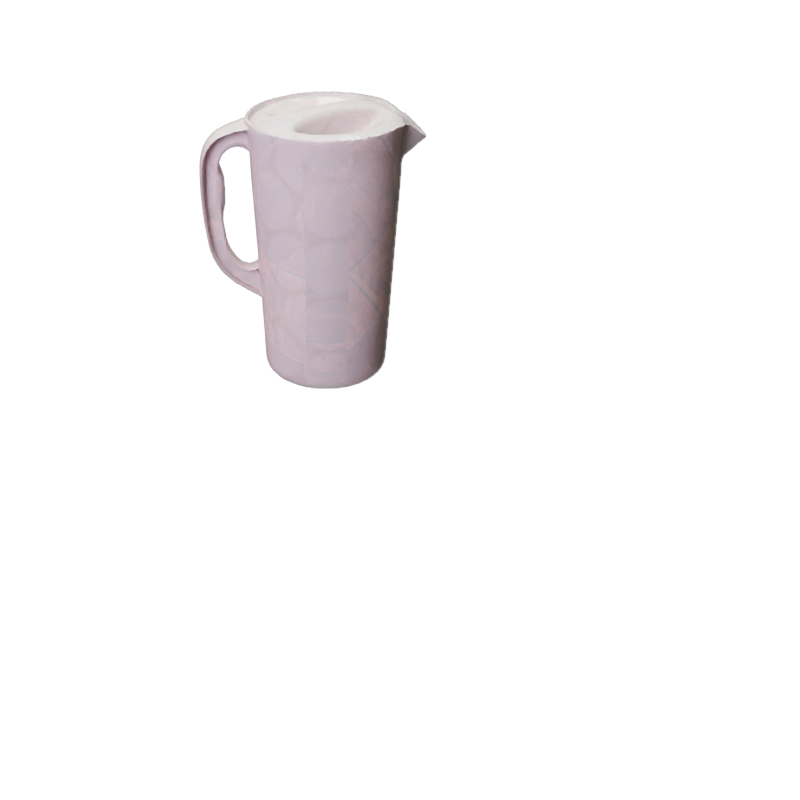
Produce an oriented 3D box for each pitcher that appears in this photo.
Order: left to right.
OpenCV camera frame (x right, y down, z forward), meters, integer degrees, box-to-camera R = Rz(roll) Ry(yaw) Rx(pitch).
[{"bbox_3d":[-0.075,-0.137,0.957,0.158,0.230,0.145,20,32,32],"label":"pitcher"}]
